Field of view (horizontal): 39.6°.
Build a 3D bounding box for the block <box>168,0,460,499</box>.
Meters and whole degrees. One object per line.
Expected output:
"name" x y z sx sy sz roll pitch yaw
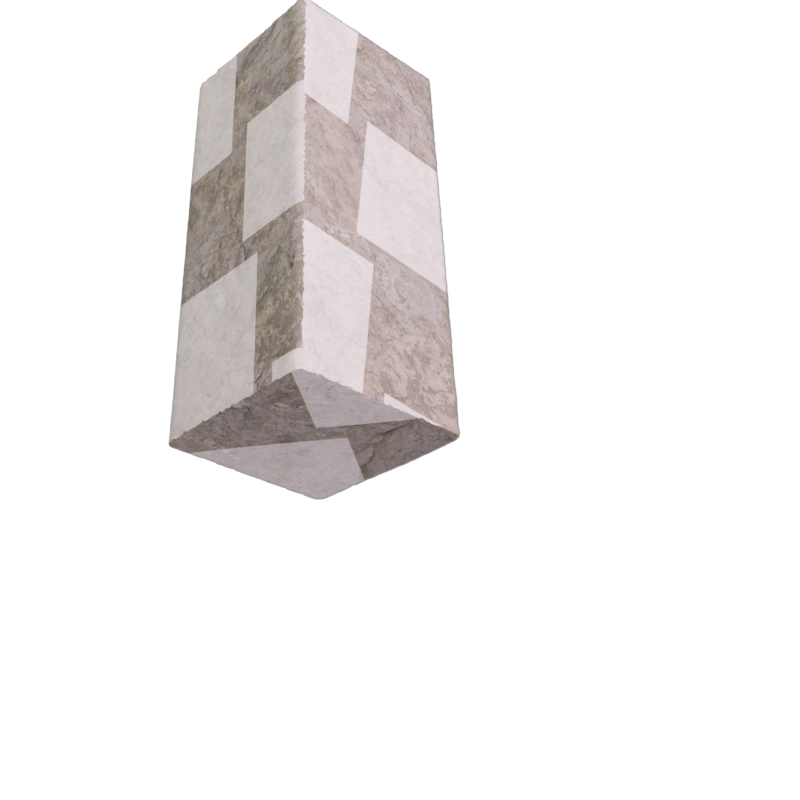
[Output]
"block" -0.041 -0.074 0.521 0.085 0.220 0.090 26 -43 -36
